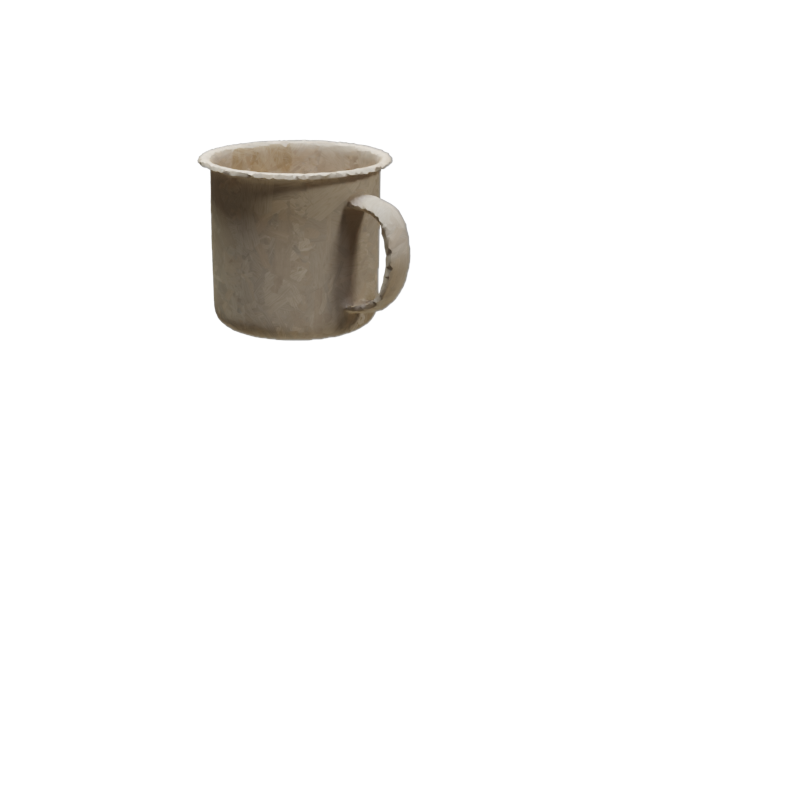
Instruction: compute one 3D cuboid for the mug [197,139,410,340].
[{"bbox_3d":[-0.042,-0.076,0.533,0.124,0.078,0.092,18,25,39],"label":"mug"}]
